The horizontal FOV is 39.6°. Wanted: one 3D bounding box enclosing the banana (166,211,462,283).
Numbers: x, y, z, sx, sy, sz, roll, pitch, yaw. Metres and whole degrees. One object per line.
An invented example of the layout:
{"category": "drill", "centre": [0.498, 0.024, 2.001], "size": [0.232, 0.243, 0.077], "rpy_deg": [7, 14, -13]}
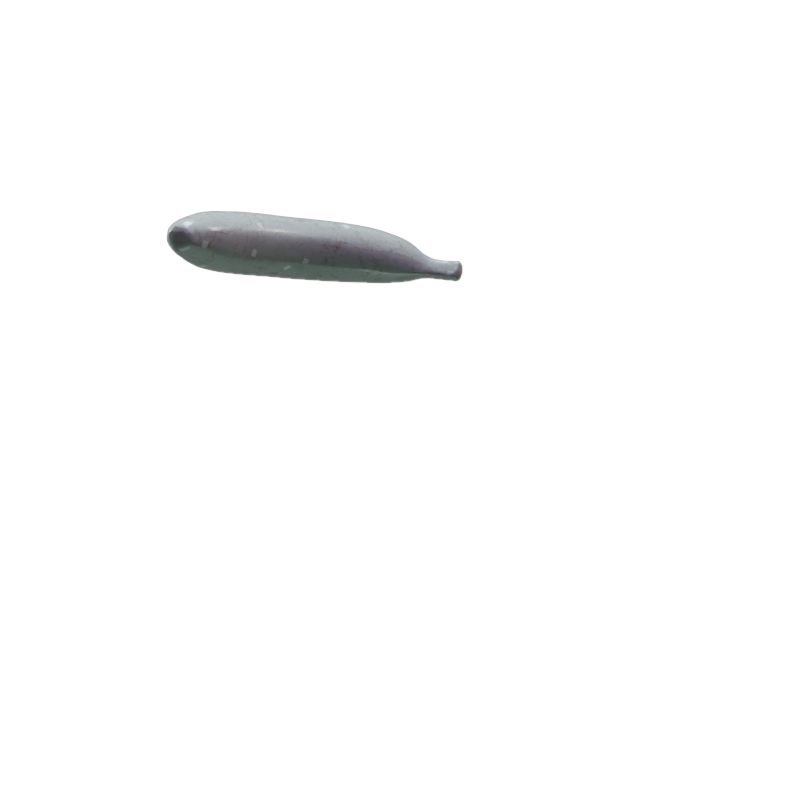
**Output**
{"category": "banana", "centre": [-0.058, -0.091, 0.651], "size": [0.190, 0.037, 0.072], "rpy_deg": [0, -1, -35]}
